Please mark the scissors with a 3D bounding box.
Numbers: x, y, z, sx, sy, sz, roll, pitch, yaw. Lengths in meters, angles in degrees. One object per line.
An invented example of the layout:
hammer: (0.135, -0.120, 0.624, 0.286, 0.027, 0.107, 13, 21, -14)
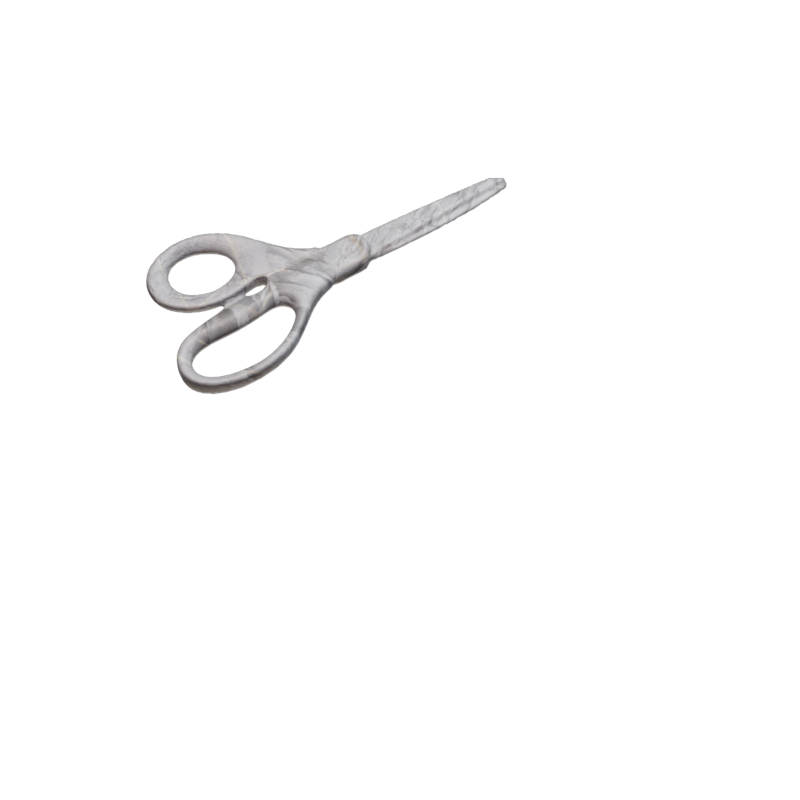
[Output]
scissors: (-0.045, -0.082, 0.572, 0.101, 0.204, 0.015, 37, -26, 22)
